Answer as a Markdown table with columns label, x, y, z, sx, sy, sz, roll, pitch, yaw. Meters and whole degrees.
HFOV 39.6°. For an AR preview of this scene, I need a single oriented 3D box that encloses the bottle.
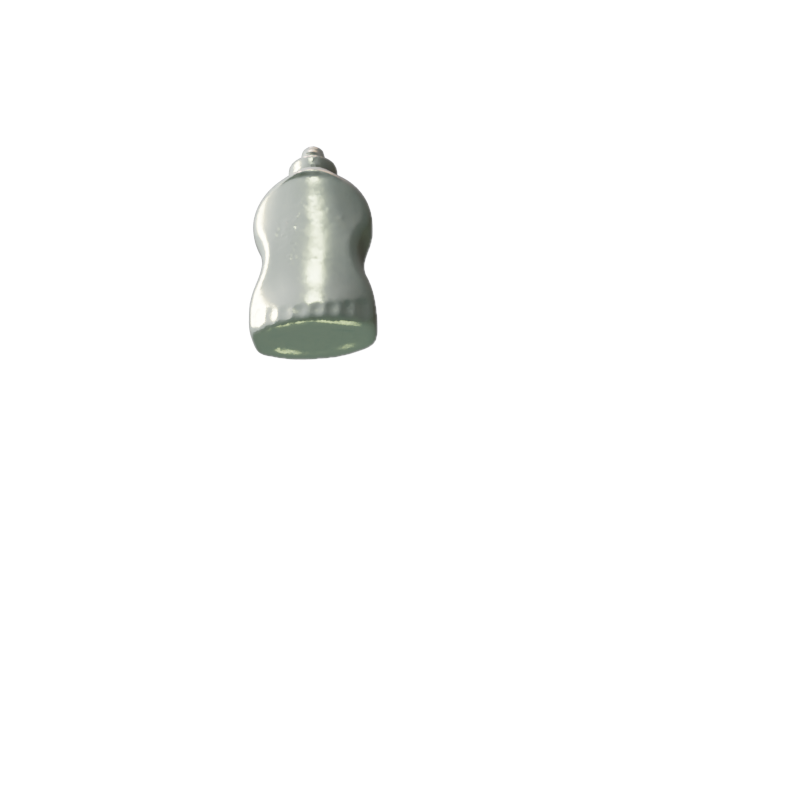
| label | x | y | z | sx | sy | sz | roll | pitch | yaw |
| --- | --- | --- | --- | --- | --- | --- | --- | --- | --- |
| bottle | -0.070 | -0.127 | 0.888 | 0.097 | 0.205 | 0.054 | -7 | -35 | 6 |
